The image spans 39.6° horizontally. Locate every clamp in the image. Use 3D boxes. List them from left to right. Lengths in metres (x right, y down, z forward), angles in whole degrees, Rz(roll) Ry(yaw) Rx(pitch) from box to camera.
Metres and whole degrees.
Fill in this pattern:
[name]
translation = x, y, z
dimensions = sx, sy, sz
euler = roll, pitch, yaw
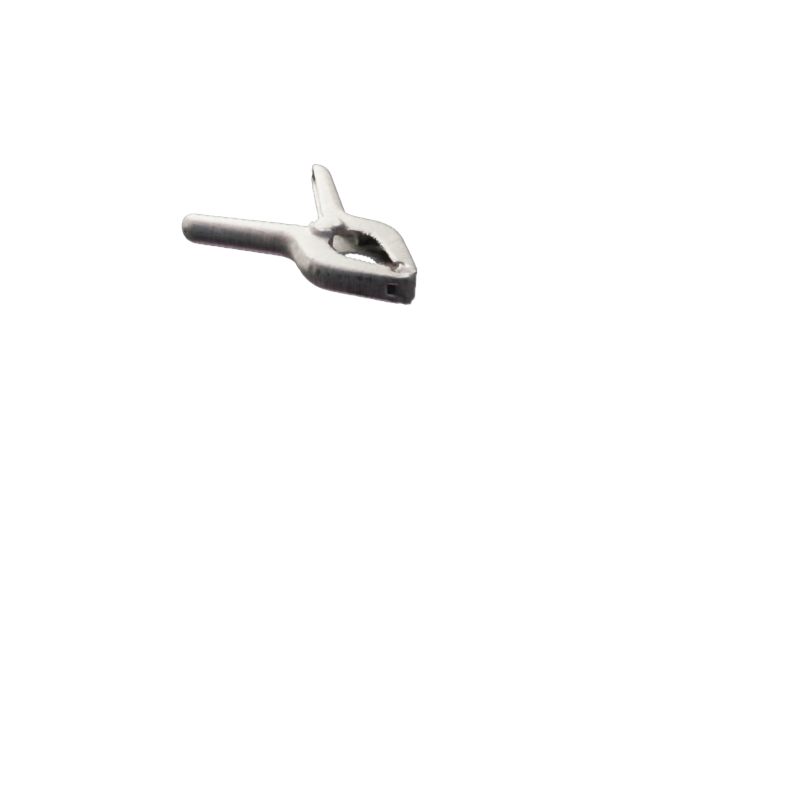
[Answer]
[clamp]
translation = -0.074, -0.134, 0.940
dimensions = 0.163, 0.034, 0.226
euler = -24, 43, -29
